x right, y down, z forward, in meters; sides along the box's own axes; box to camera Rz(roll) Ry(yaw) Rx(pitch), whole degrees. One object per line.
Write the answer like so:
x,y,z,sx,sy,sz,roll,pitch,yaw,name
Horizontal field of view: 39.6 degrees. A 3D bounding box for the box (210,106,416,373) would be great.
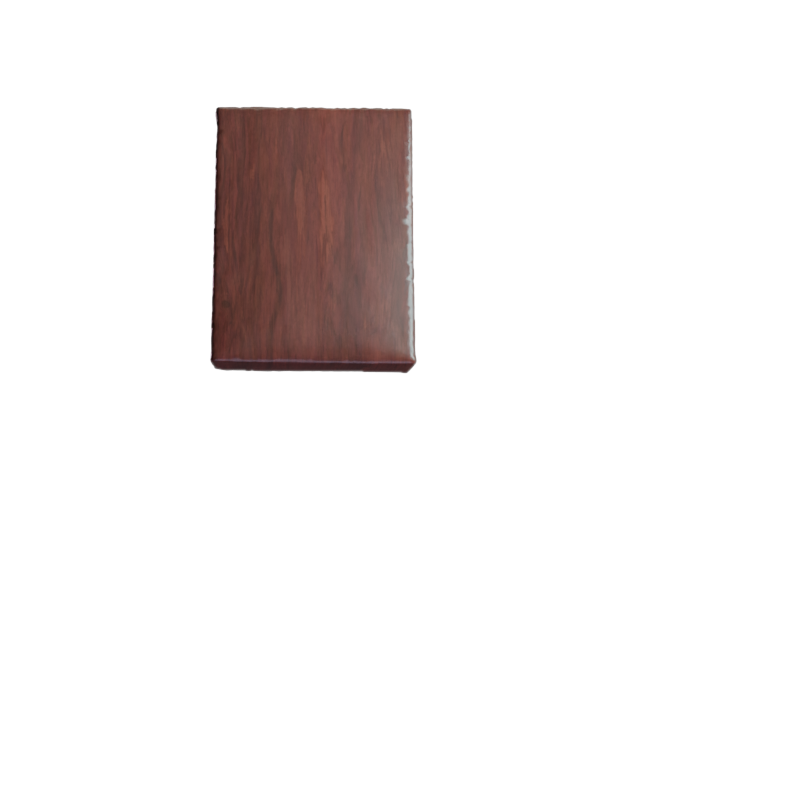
-0.072,-0.131,0.920,0.163,0.221,0.070,0,-14,-3,box
